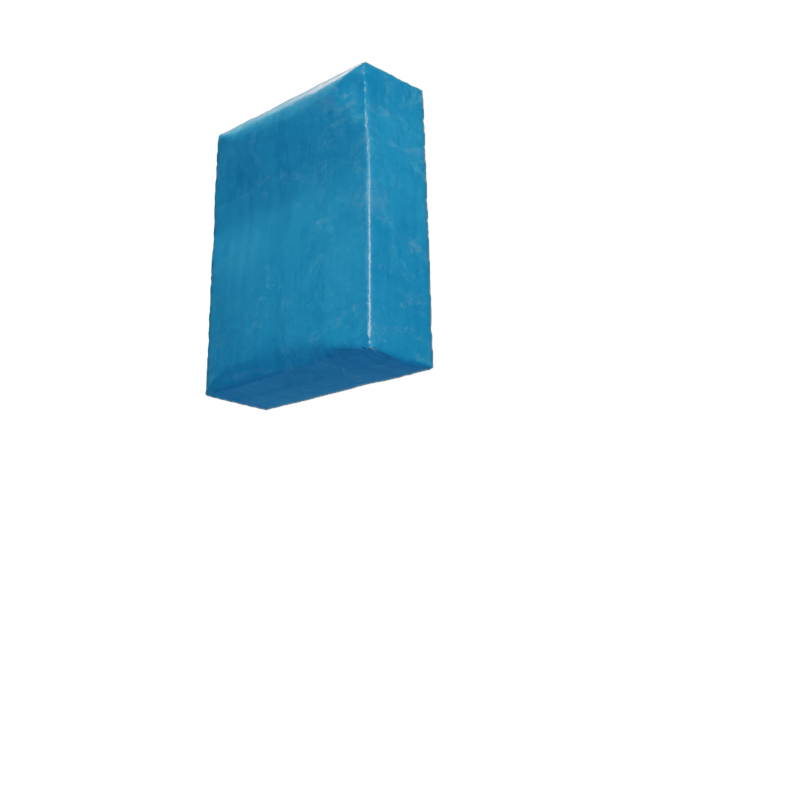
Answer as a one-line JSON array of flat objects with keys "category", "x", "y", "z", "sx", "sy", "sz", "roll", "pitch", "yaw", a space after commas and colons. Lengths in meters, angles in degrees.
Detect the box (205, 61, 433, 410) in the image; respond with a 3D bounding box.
[{"category": "box", "x": -0.063, "y": -0.114, "z": 0.800, "sx": 0.166, "sy": 0.224, "sz": 0.067, "roll": -17, "pitch": -25, "yaw": 39}]
